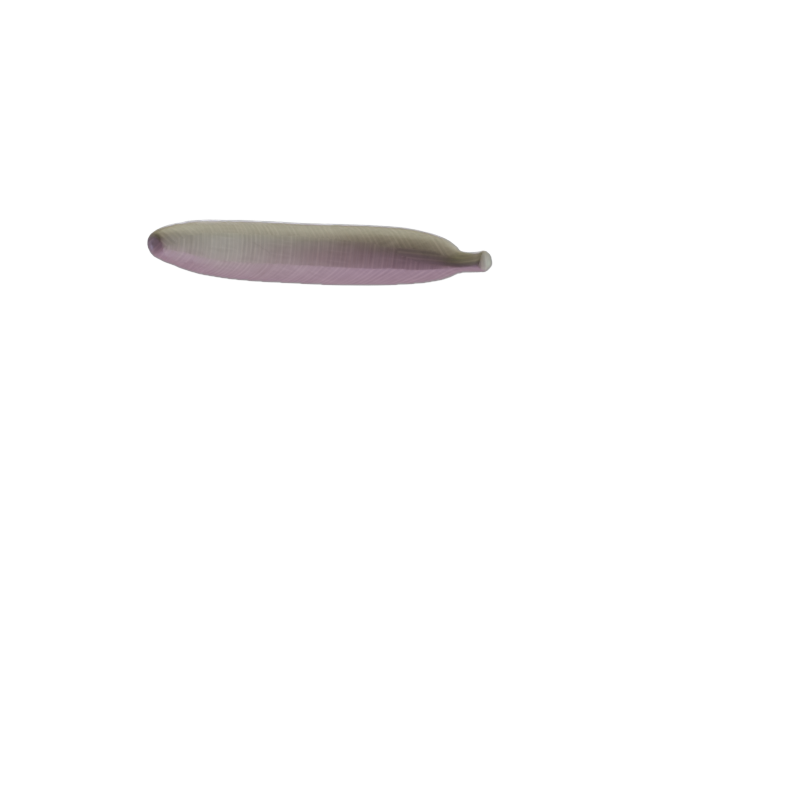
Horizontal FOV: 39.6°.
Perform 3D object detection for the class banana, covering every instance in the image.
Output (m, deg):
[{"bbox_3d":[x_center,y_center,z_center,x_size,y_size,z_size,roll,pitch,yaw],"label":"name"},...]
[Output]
[{"bbox_3d":[-0.050,-0.090,0.662,0.196,0.038,0.068,1,-7,-6],"label":"banana"}]
